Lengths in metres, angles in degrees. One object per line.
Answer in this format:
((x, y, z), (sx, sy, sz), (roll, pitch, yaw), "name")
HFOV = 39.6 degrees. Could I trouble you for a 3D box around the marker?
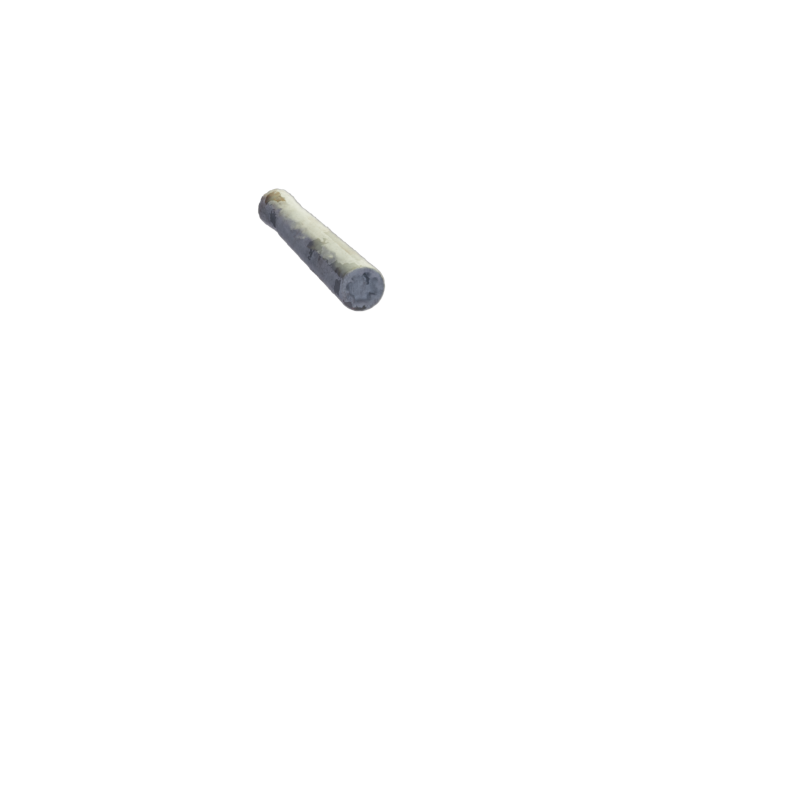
((-0.037, -0.068, 0.477), (0.019, 0.019, 0.129), (-2, 24, -22), "marker")
